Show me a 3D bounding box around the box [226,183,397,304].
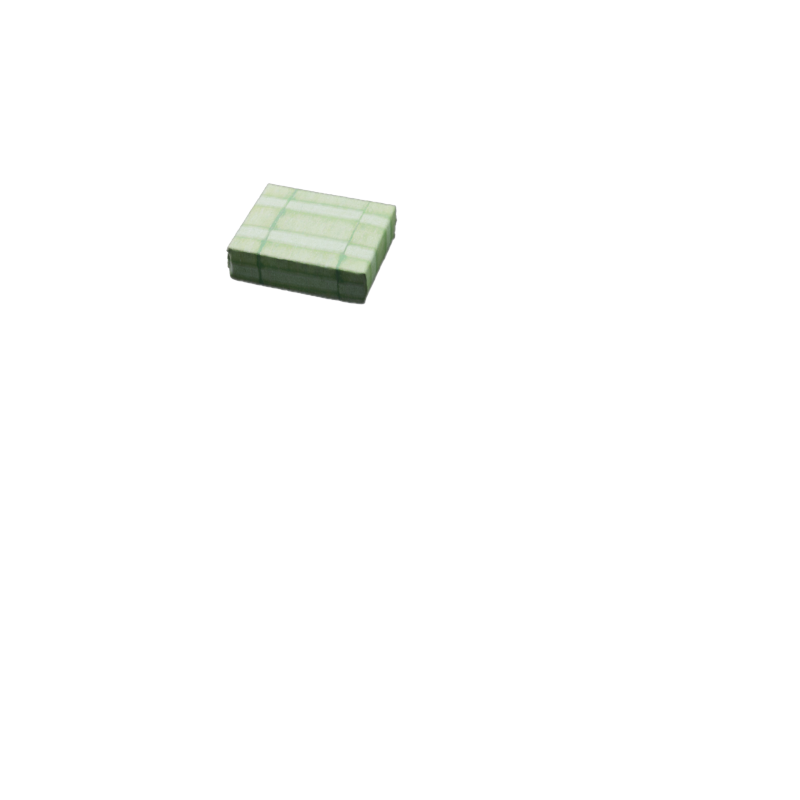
[{"bbox_3d":[-0.068,-0.124,0.871,0.116,0.036,0.094,12,45,12],"label":"box"}]
